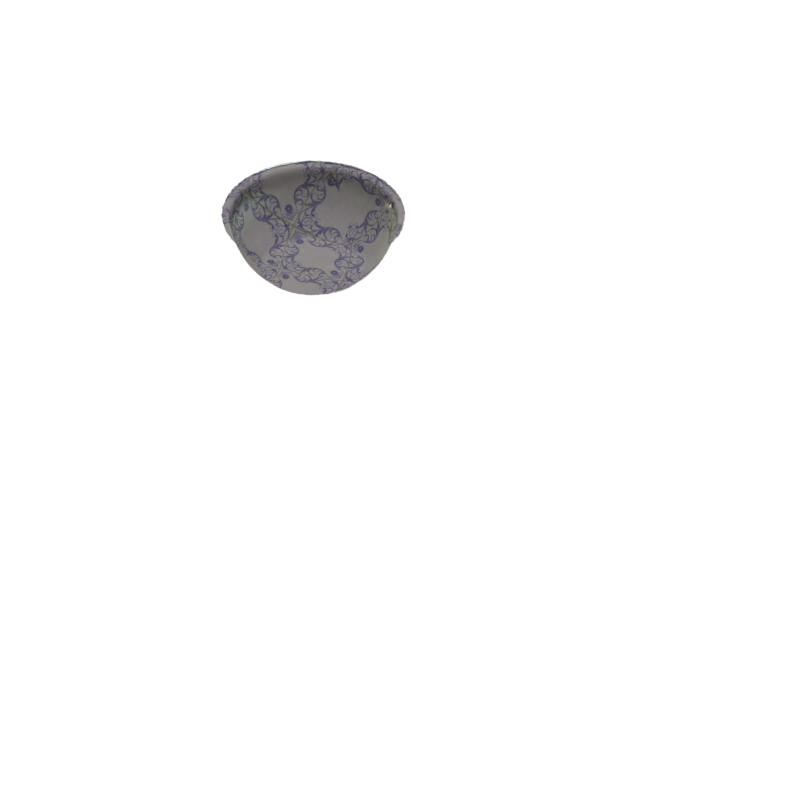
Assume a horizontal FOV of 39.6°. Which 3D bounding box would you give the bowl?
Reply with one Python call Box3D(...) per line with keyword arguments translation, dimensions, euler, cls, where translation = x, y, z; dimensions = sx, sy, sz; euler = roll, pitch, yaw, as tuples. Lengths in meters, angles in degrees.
Box3D(translation=(-0.075, -0.138, 0.964), dimensions=(0.162, 0.059, 0.152), euler=(1, -29, -2), cls="bowl")
